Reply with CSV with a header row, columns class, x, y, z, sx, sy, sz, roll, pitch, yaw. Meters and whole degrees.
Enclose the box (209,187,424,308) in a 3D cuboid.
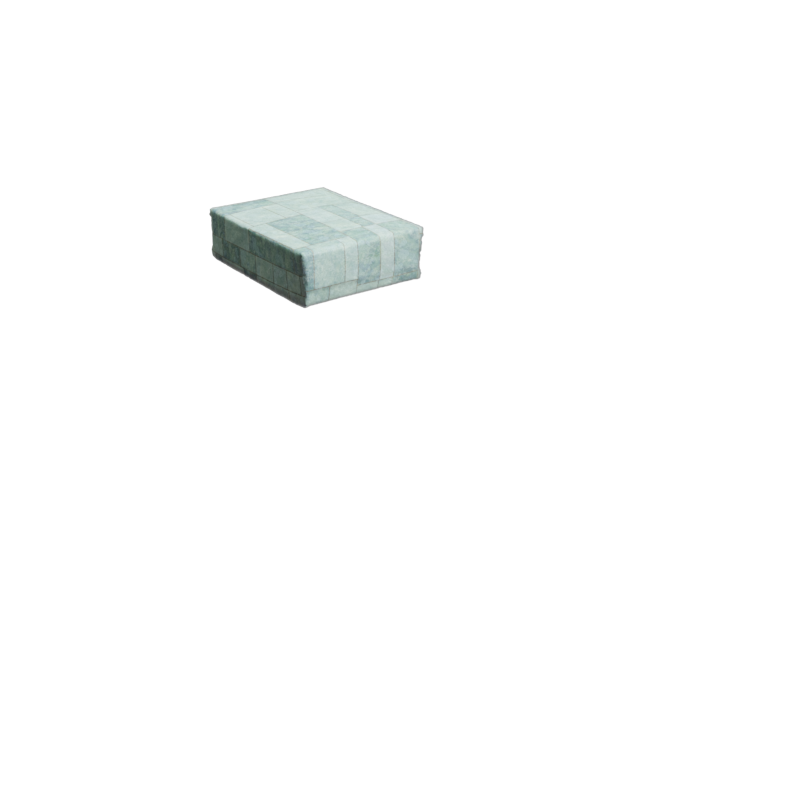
class,x,y,z,sx,sy,sz,roll,pitch,yaw
box,-0.055,-0.099,0.697,0.088,0.037,0.121,-18,32,-31
